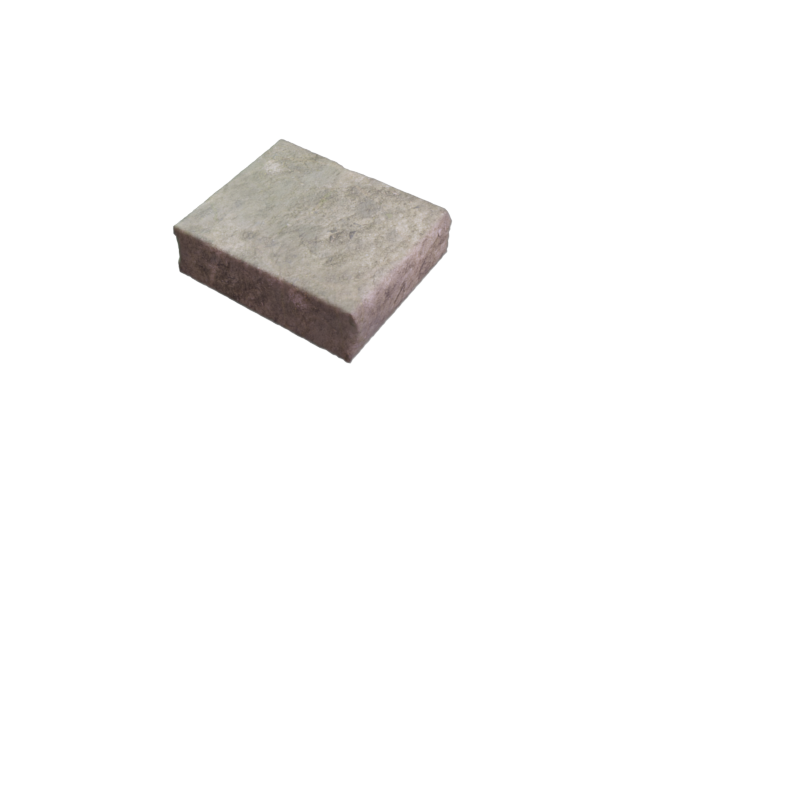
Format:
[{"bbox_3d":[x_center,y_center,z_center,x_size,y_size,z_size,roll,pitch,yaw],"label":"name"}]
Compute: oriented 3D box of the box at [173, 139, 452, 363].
[{"bbox_3d":[-0.035,-0.065,0.454,0.094,0.028,0.075,27,52,23],"label":"box"}]
